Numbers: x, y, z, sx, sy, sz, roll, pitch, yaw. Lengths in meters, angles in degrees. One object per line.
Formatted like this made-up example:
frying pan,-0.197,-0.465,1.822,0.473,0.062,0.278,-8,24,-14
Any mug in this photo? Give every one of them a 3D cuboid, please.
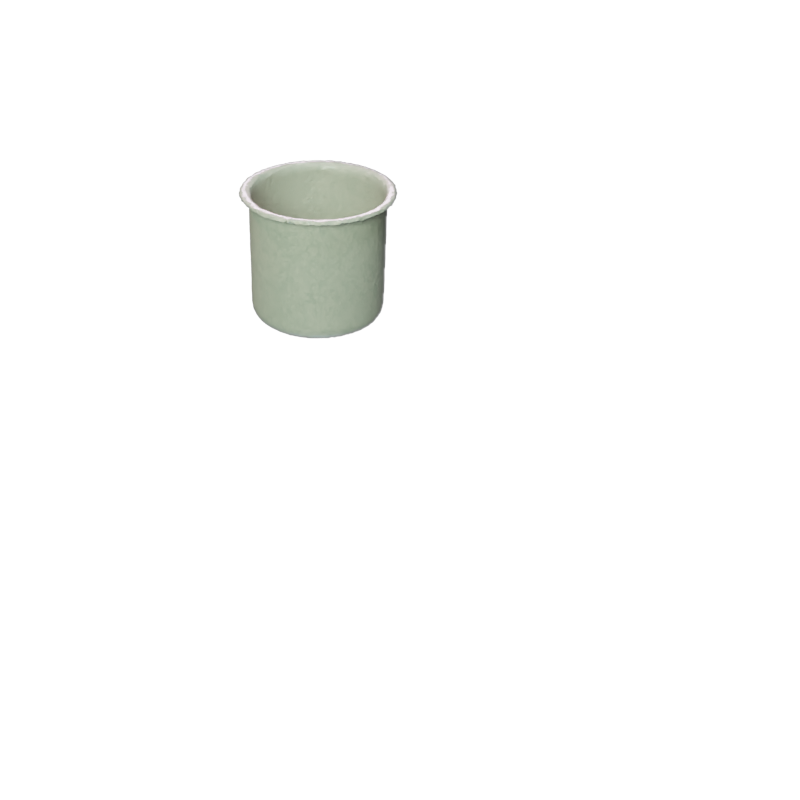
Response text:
mug,-0.053,-0.097,0.681,0.092,0.077,0.126,-8,32,-14
